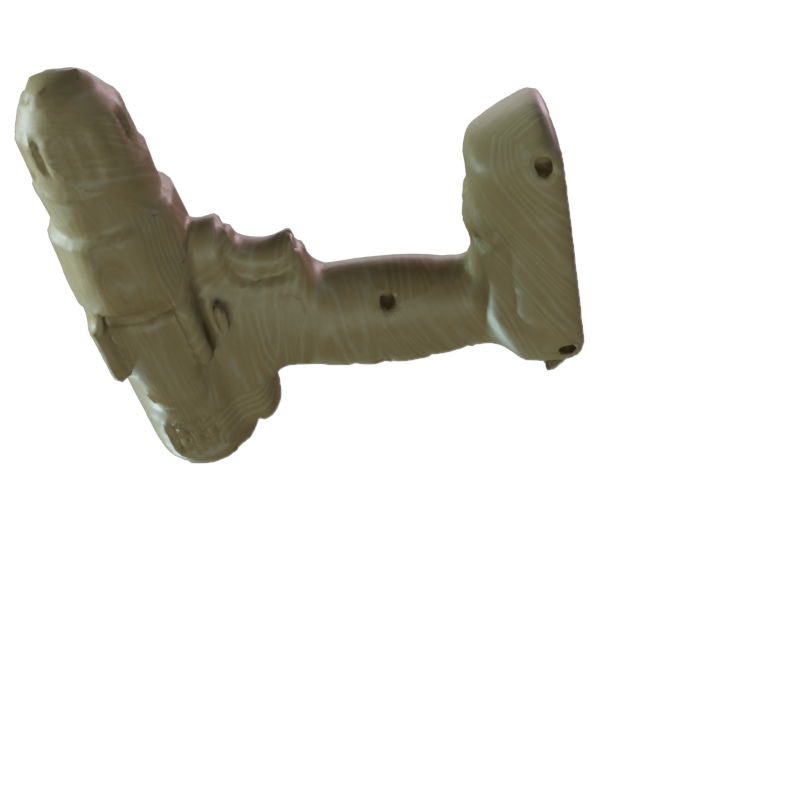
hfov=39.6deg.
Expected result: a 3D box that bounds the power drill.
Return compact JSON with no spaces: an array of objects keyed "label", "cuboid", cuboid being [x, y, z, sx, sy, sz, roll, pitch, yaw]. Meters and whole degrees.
[{"label":"power drill","cuboid":[-0.033,-0.060,0.418,0.189,0.170,0.062,-10,43,9]}]
